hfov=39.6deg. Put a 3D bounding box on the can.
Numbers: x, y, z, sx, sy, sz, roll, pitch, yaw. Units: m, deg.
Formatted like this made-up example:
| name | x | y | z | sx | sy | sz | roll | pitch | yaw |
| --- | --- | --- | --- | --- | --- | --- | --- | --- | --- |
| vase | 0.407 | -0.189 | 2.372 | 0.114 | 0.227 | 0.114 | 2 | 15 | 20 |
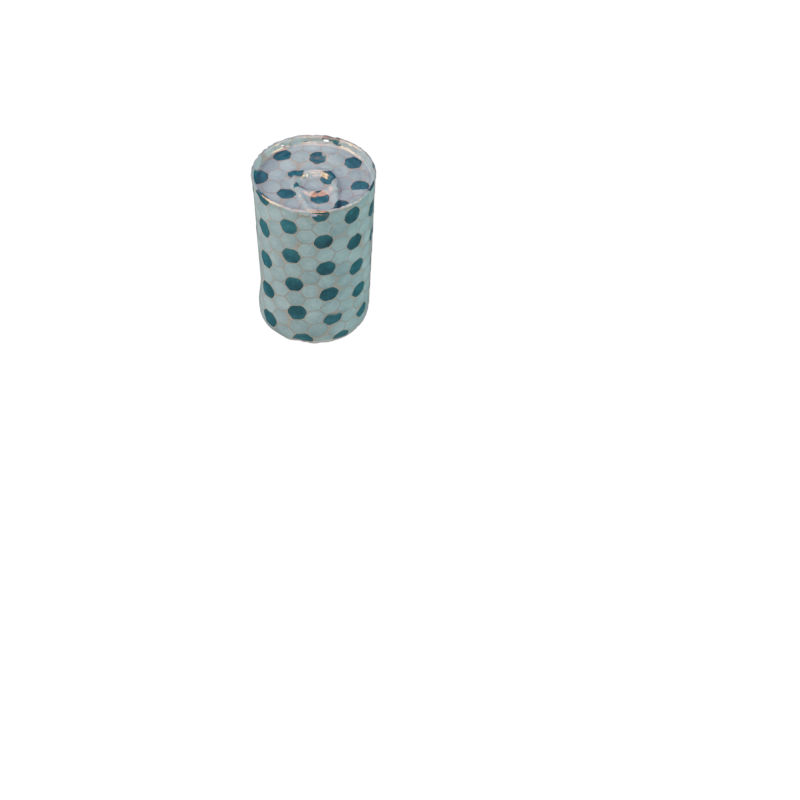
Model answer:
| name | x | y | z | sx | sy | sz | roll | pitch | yaw |
| --- | --- | --- | --- | --- | --- | --- | --- | --- | --- |
| can | -0.049 | -0.090 | 0.631 | 0.068 | 0.074 | 0.095 | 0 | -45 | -3 |
